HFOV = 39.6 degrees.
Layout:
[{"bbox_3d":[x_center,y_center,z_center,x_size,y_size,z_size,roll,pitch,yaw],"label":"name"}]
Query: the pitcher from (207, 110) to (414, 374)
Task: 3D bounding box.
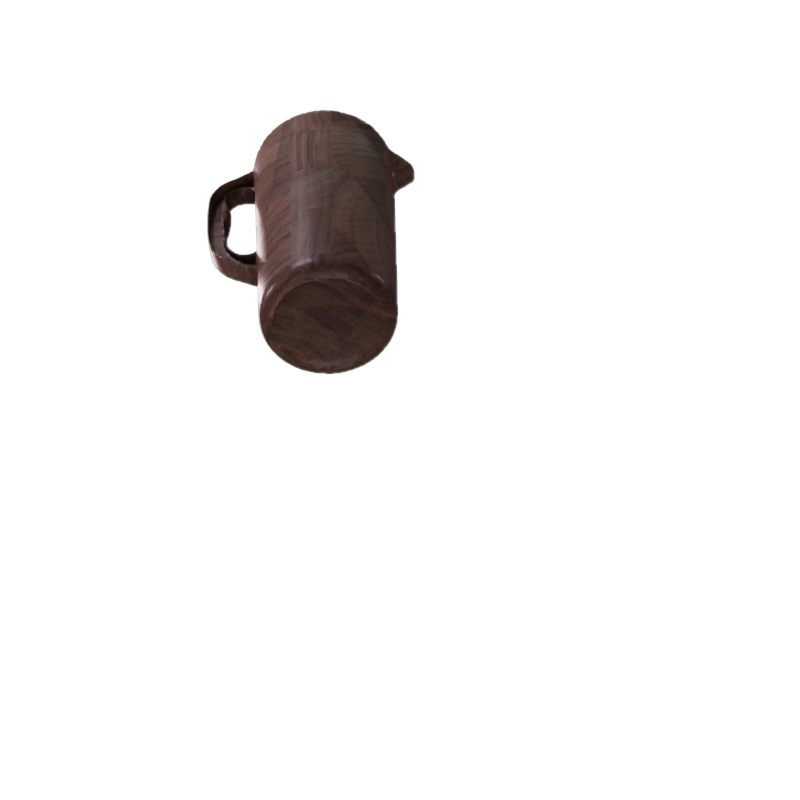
[{"bbox_3d":[-0.074,-0.135,0.945,0.138,0.146,0.260,33,29,-25],"label":"pitcher"}]
